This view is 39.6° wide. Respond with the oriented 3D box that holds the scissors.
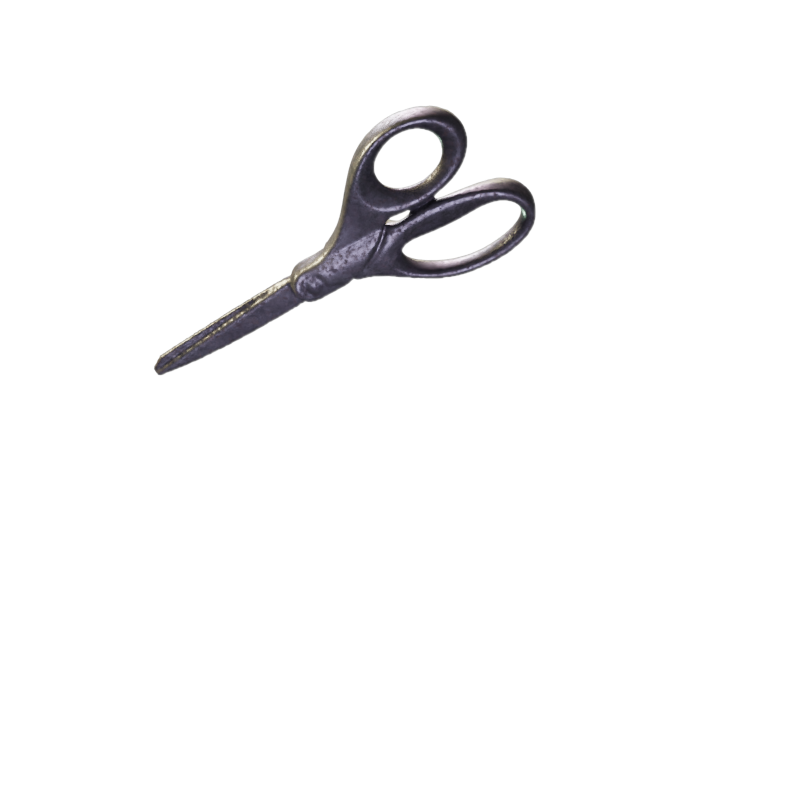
[{"bbox_3d":[-0.040,-0.073,0.511,0.203,0.089,0.017,-15,34,11],"label":"scissors"}]
